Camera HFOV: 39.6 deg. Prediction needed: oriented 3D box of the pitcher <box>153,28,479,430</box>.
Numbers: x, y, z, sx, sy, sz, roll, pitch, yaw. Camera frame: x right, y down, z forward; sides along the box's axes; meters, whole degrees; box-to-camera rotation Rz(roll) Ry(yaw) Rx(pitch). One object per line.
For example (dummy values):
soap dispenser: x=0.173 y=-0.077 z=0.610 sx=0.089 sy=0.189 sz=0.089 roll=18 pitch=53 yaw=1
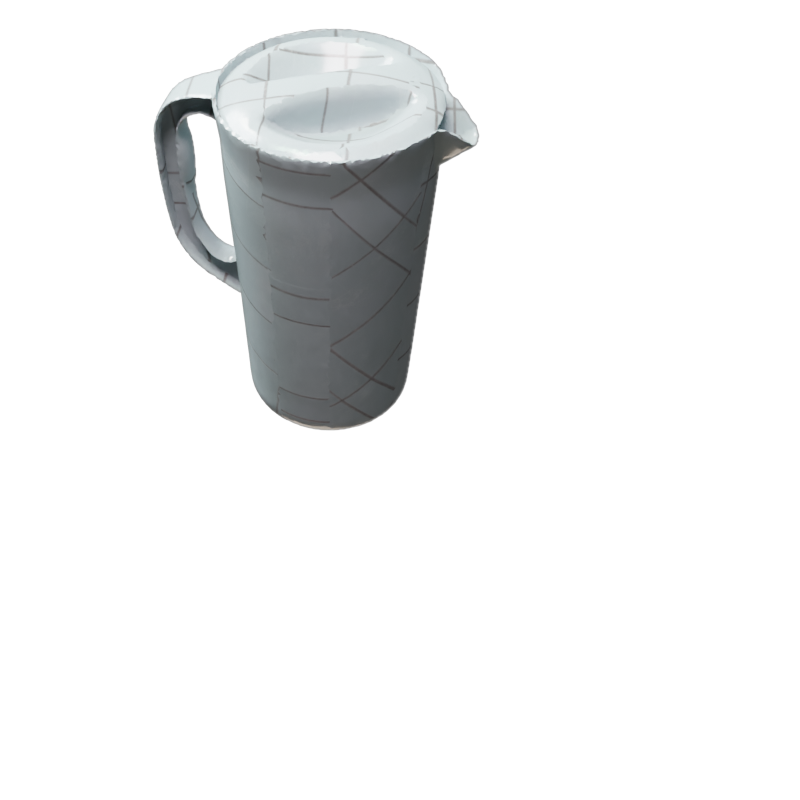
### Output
pitcher: x=-0.054 y=-0.099 z=0.690 sx=0.144 sy=0.226 sz=0.161 roll=-24 pitch=51 yaw=-25
